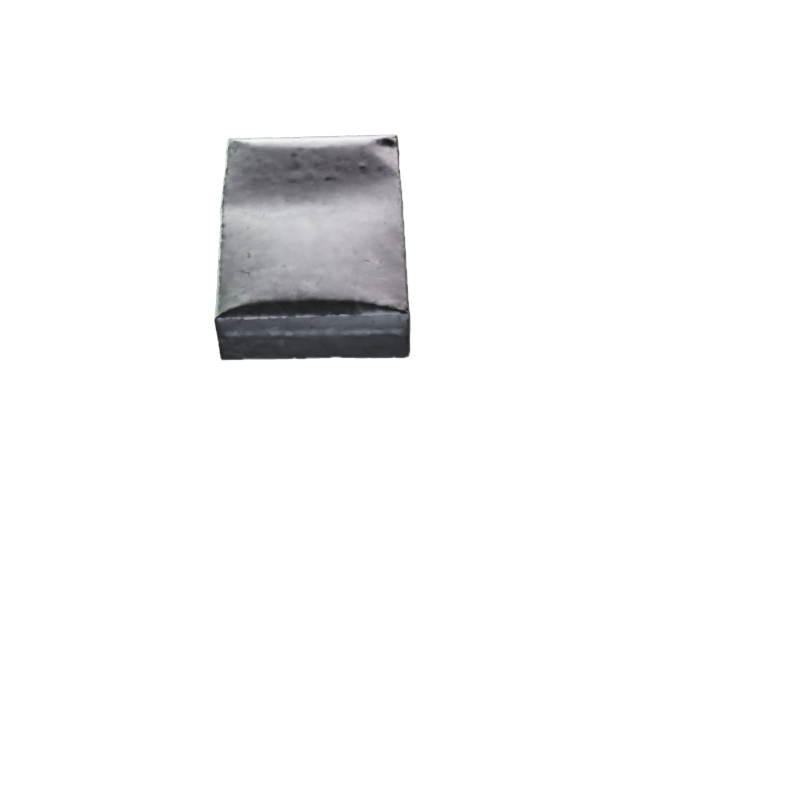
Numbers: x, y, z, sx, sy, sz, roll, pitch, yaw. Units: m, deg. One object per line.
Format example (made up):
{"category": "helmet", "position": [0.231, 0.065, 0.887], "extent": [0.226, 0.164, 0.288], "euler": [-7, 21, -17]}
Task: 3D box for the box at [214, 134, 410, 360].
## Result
{"category": "box", "position": [-0.077, -0.141, 0.988], "extent": [0.164, 0.229, 0.067], "euler": [-2, -36, 0]}
